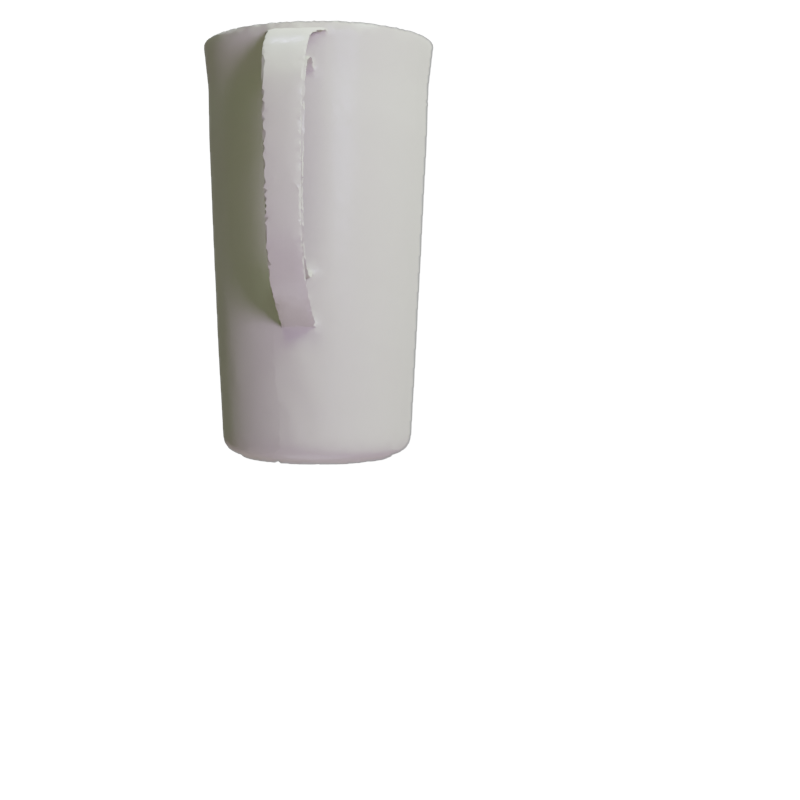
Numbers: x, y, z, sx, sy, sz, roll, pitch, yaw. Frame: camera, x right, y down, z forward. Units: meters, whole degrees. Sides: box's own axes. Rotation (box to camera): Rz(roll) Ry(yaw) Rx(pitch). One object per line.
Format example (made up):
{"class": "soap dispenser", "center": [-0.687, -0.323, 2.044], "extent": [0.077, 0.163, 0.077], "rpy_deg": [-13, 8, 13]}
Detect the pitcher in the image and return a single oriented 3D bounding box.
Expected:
{"class": "pitcher", "center": [-0.049, -0.090, 0.632], "extent": [0.143, 0.245, 0.150], "rpy_deg": [1, -1, -39]}
